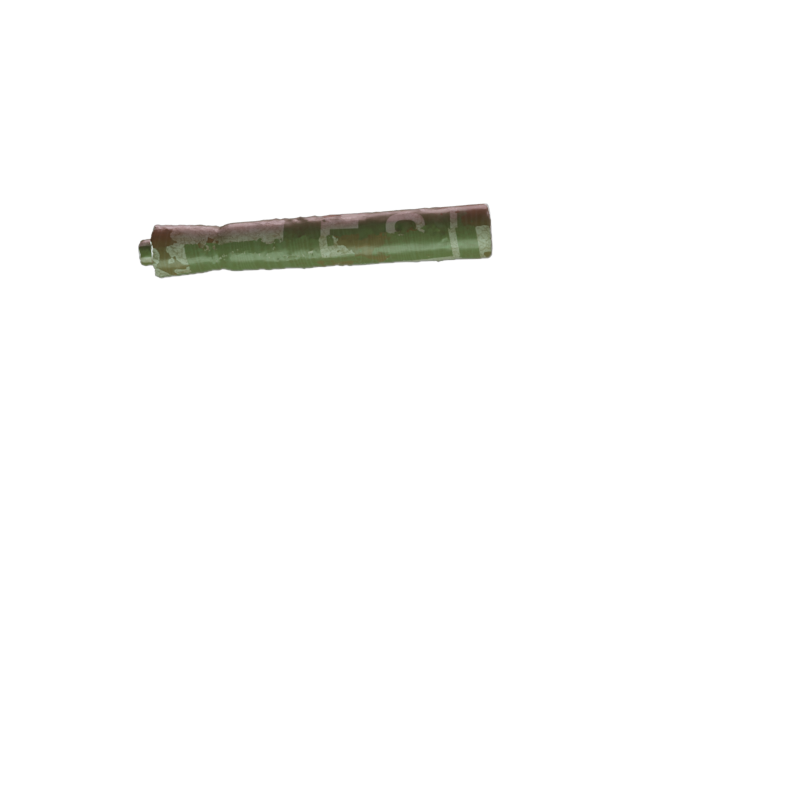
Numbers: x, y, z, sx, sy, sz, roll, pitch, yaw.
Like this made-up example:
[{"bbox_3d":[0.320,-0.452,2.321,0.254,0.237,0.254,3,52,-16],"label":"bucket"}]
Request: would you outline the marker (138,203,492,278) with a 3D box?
[{"bbox_3d":[-0.030,-0.055,0.382,0.122,0.020,0.020,-3,4,5],"label":"marker"}]
